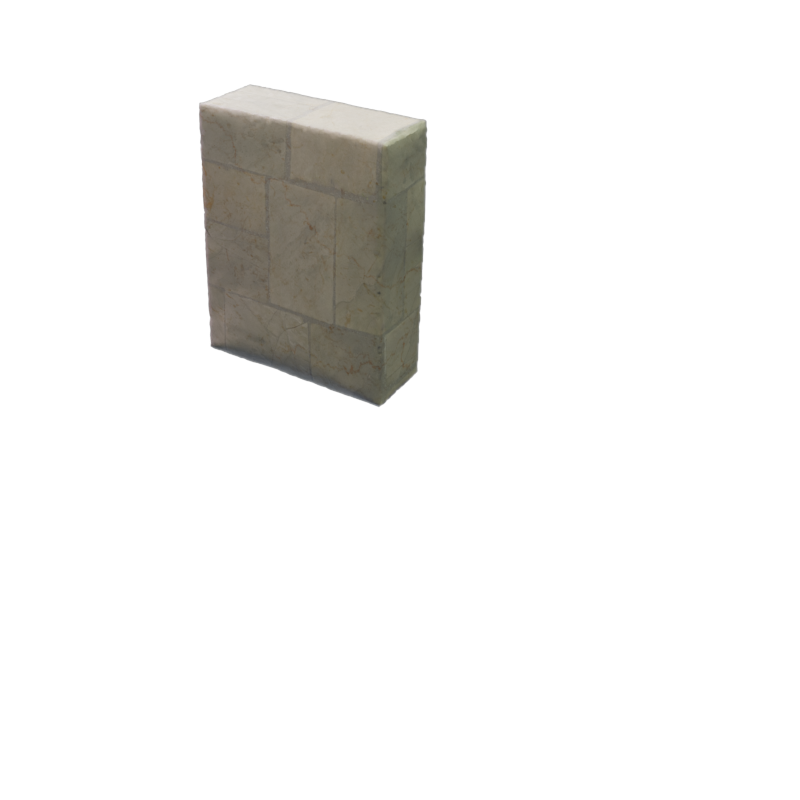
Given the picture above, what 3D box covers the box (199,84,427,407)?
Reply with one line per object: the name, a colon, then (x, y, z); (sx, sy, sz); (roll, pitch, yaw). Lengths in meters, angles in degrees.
box: (-0.067, -0.121, 0.850); (0.172, 0.202, 0.072); (18, 31, 28)
